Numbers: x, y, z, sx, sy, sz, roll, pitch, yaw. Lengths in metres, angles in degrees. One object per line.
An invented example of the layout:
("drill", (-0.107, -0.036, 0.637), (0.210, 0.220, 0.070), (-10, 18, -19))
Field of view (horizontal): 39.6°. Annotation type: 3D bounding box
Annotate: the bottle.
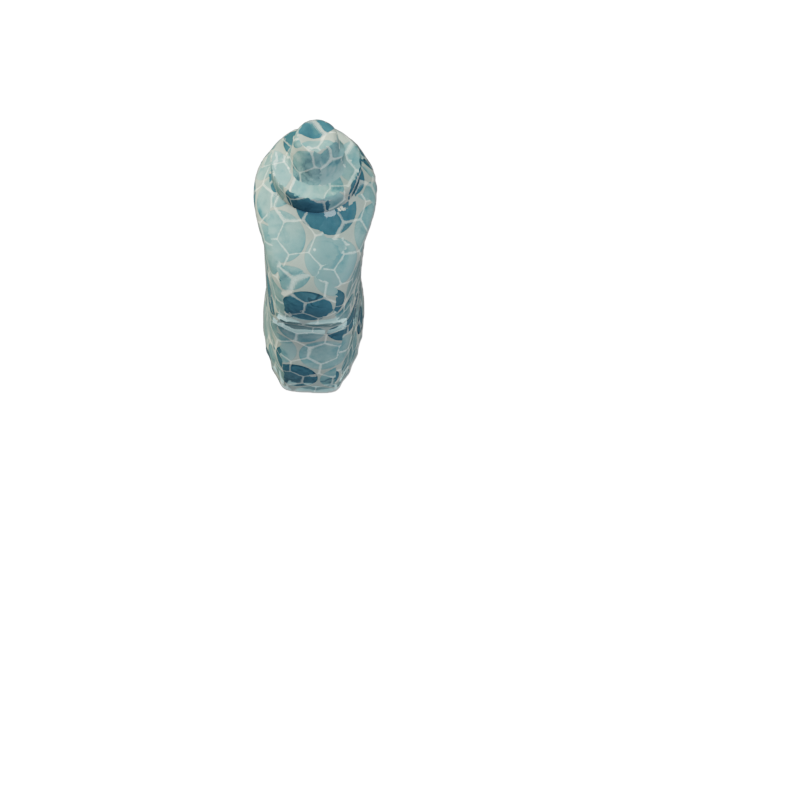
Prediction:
("bottle", (-0.043, -0.080, 0.561), (0.058, 0.101, 0.182), (4, -23, -2))
